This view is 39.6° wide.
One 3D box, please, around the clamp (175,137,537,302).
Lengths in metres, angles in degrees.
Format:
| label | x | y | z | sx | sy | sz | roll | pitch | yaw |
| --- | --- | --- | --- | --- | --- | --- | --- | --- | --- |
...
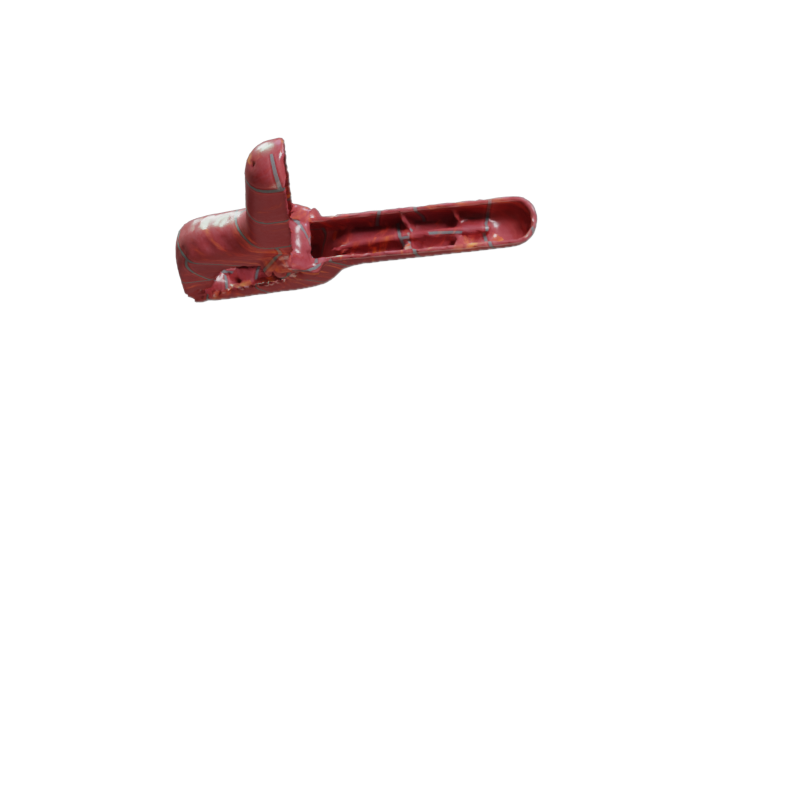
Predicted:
| label | x | y | z | sx | sy | sz | roll | pitch | yaw |
| --- | --- | --- | --- | --- | --- | --- | --- | --- | --- |
| clamp | -0.046 | -0.083 | 0.582 | 0.158 | 0.037 | 0.212 | 5 | -10 | -32 |
